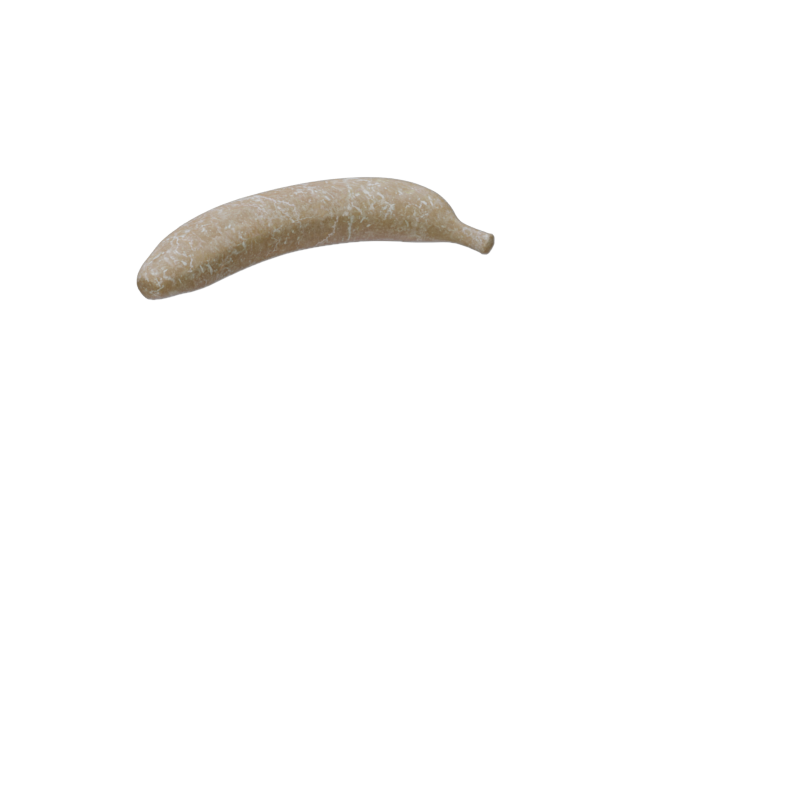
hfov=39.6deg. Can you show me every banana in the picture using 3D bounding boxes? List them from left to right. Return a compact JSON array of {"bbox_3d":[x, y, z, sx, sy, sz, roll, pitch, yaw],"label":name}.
[{"bbox_3d":[-0.050,-0.091,0.591,0.194,0.035,0.075,-12,30,-21],"label":"banana"}]
